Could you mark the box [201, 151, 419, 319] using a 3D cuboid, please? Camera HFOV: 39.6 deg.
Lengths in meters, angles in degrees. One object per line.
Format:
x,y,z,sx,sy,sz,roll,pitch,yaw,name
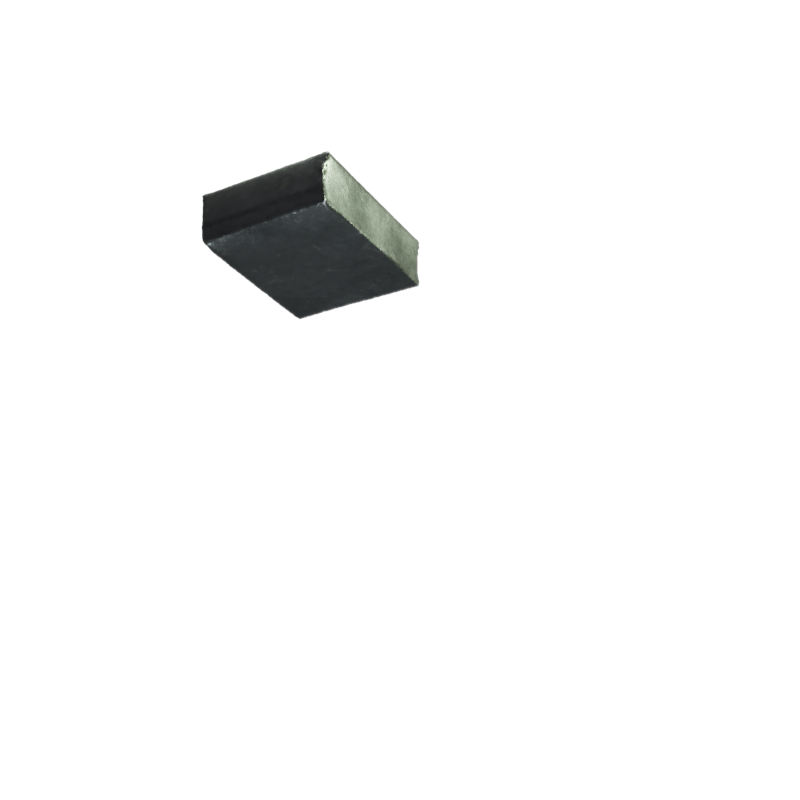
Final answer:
-0.053,-0.096,0.671,0.091,0.041,0.105,-15,-29,27,box
